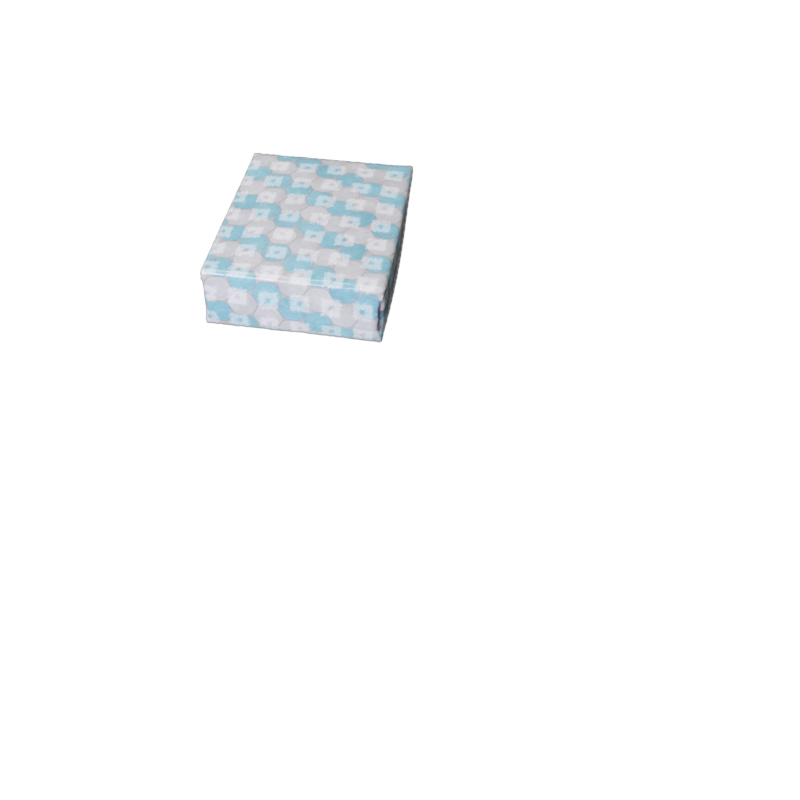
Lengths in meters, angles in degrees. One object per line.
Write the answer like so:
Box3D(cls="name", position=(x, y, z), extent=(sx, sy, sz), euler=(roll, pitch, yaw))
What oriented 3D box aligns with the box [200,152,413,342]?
Box3D(cls="box", position=(-0.045, -0.082, 0.571), extent=(0.091, 0.036, 0.120), euler=(6, 40, 6))
